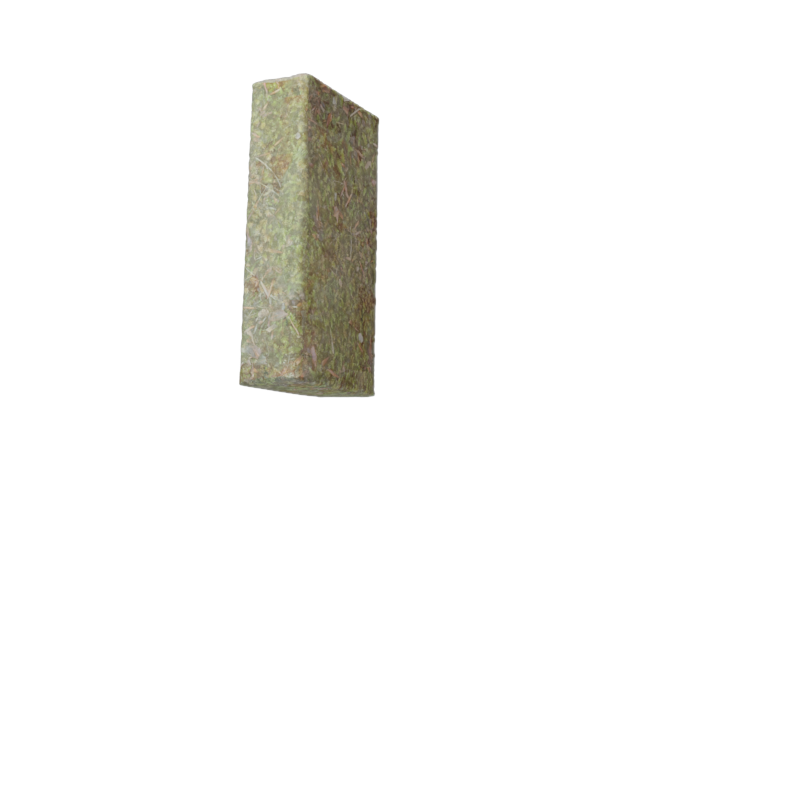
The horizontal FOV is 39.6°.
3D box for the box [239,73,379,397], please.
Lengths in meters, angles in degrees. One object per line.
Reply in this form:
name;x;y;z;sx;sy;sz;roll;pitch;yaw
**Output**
box;-0.051;-0.093;0.653;0.049;0.182;0.088;-7;-13;27
